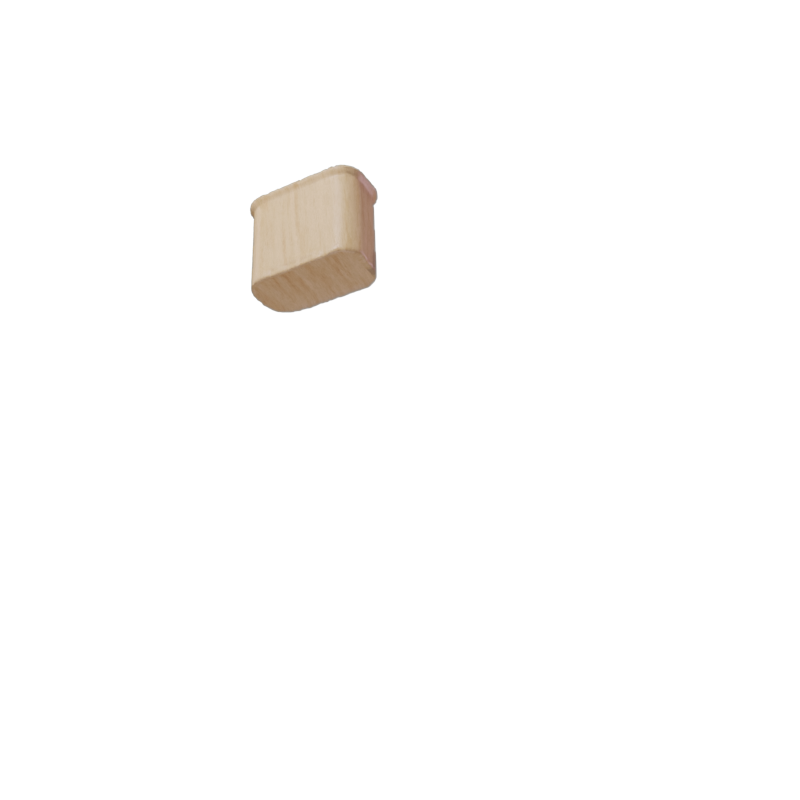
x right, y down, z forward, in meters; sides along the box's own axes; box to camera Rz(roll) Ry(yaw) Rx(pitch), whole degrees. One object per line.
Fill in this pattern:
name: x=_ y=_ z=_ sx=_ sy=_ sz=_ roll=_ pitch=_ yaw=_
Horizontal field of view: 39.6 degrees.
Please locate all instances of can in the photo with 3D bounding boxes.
can: x=-0.067 y=-0.123 z=0.862 sx=0.103 sy=0.090 sz=0.053 roll=-19 pitch=-39 yaw=23
